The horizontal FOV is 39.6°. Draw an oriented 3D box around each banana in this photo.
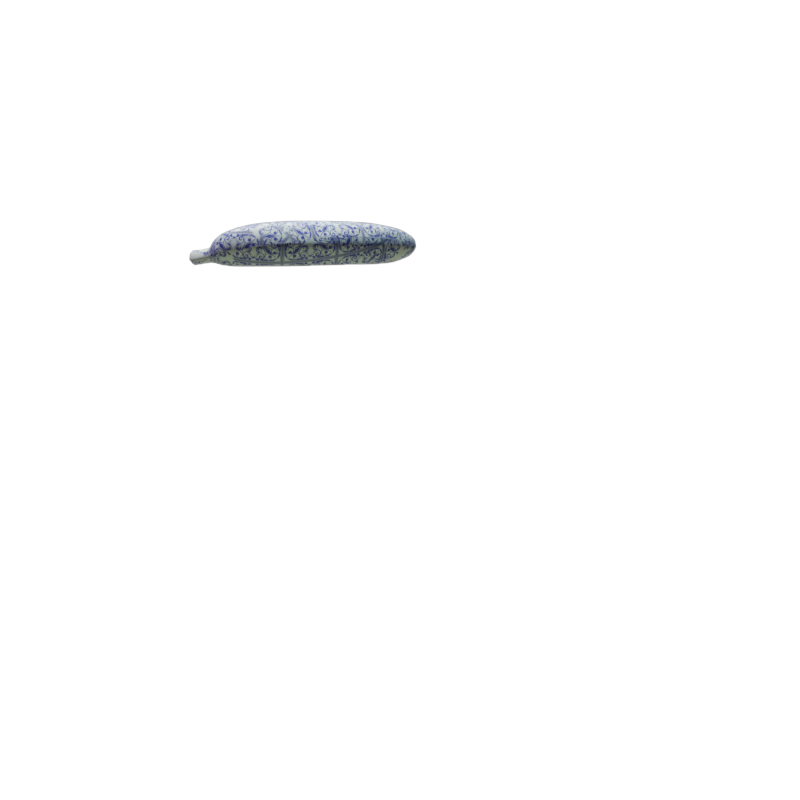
[{"bbox_3d":[-0.069,-0.129,0.906,0.193,0.036,0.072,-3,9,-19],"label":"banana"}]
